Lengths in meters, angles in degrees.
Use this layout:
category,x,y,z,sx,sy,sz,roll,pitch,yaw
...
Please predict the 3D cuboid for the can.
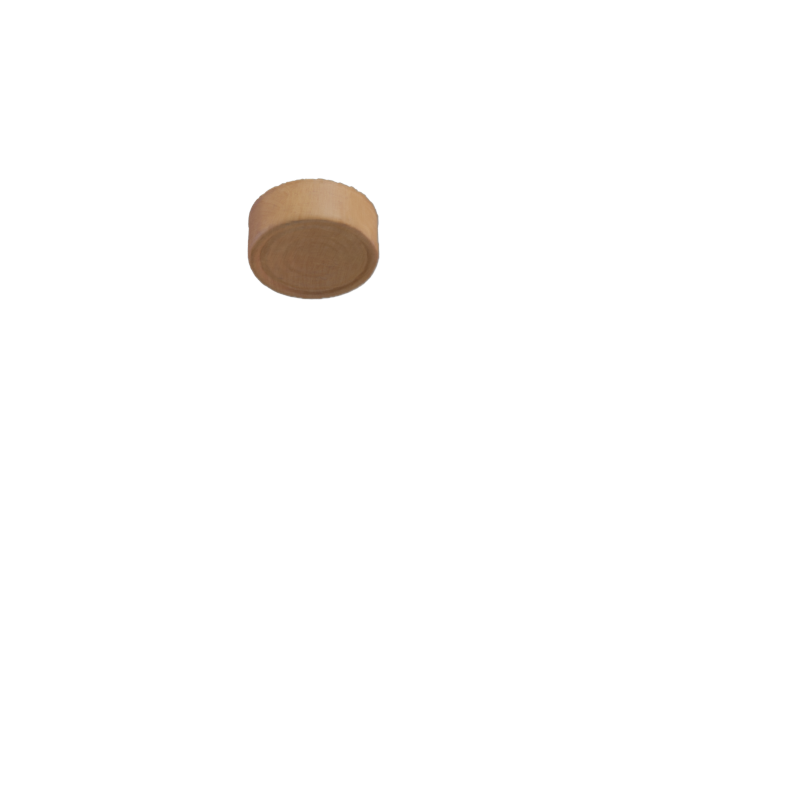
category,x,y,z,sx,sy,sz,roll,pitch,yaw
can,-0.056,-0.102,0.717,0.086,0.036,0.080,1,-35,-2
